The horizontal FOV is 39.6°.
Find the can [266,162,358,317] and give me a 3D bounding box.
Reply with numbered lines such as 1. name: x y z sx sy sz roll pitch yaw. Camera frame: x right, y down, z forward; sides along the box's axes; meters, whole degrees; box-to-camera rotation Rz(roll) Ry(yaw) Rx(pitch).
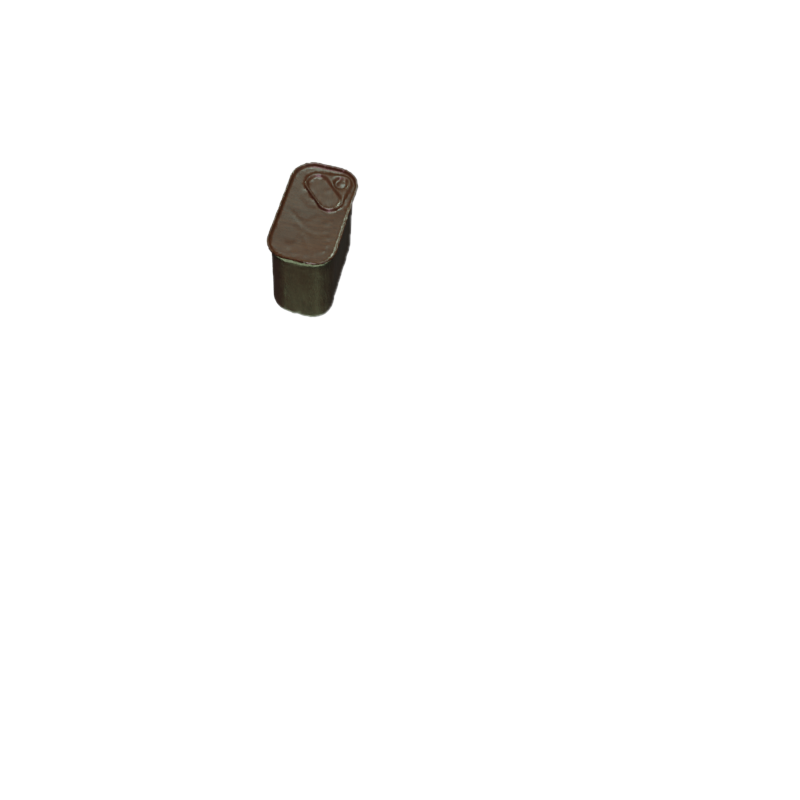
1. can: -0.073 -0.132 0.926 0.058 0.107 0.078 12 -32 5
